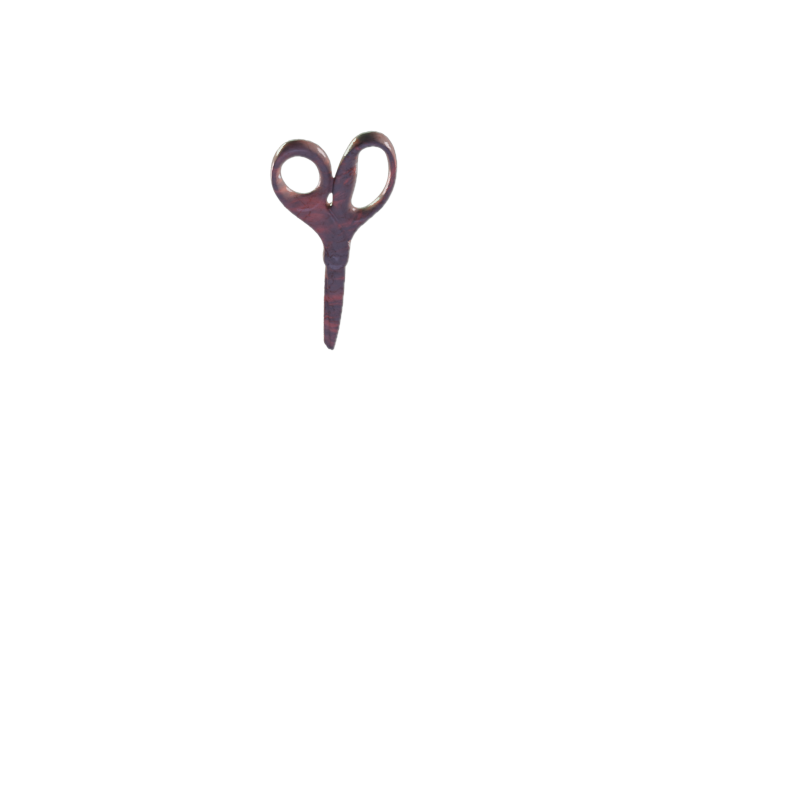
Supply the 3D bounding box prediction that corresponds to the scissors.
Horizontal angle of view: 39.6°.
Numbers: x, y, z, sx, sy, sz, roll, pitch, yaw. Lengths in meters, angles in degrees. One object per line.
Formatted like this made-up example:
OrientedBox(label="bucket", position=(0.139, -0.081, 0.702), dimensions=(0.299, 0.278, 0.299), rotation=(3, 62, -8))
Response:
OrientedBox(label="scissors", position=(-0.063, -0.115, 0.806), dimensions=(0.094, 0.192, 0.017), rotation=(15, 41, -14))
